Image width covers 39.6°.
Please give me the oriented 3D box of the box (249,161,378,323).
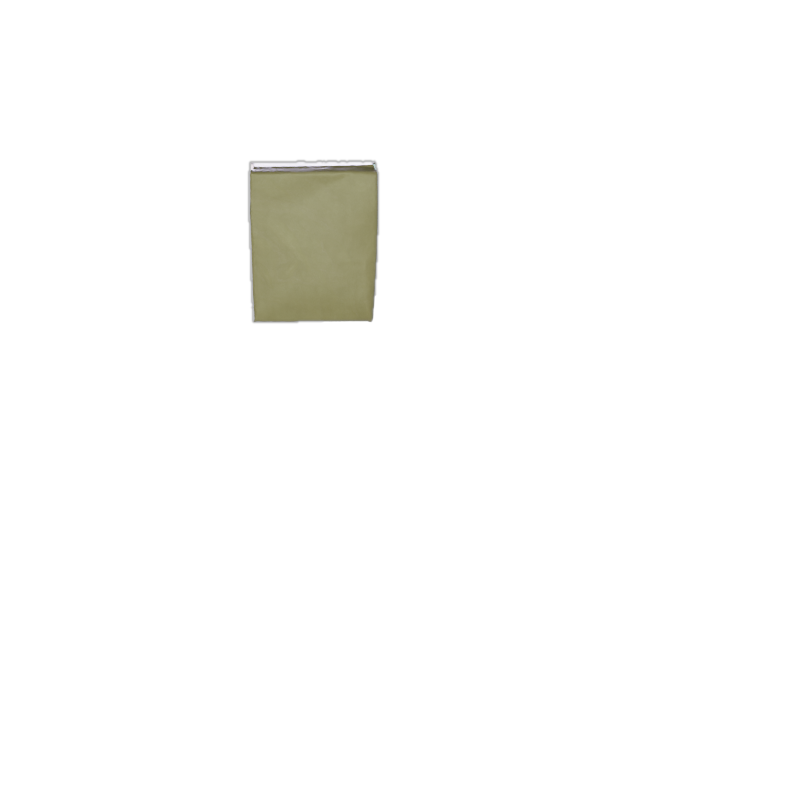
[{"bbox_3d":[-0.061,-0.112,0.783,0.090,0.110,0.040,1,15,-1],"label":"box"}]
